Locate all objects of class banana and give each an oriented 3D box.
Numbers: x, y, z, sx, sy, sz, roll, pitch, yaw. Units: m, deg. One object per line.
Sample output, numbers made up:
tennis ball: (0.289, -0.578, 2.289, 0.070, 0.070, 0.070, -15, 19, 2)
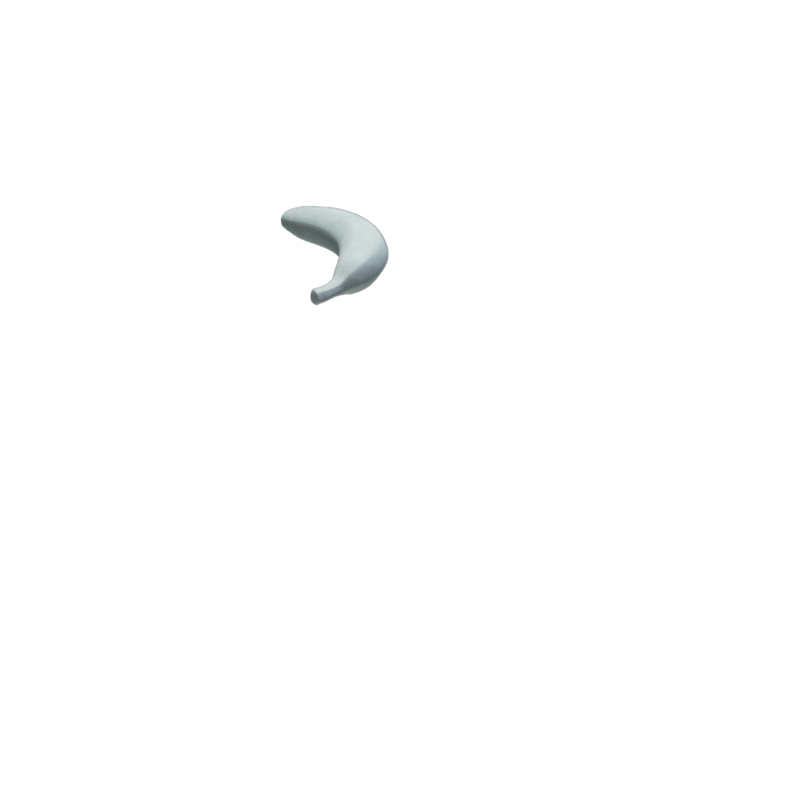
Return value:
banana: (-0.049, -0.124, 0.868, 0.069, 0.035, 0.209, -4, 23, -10)
